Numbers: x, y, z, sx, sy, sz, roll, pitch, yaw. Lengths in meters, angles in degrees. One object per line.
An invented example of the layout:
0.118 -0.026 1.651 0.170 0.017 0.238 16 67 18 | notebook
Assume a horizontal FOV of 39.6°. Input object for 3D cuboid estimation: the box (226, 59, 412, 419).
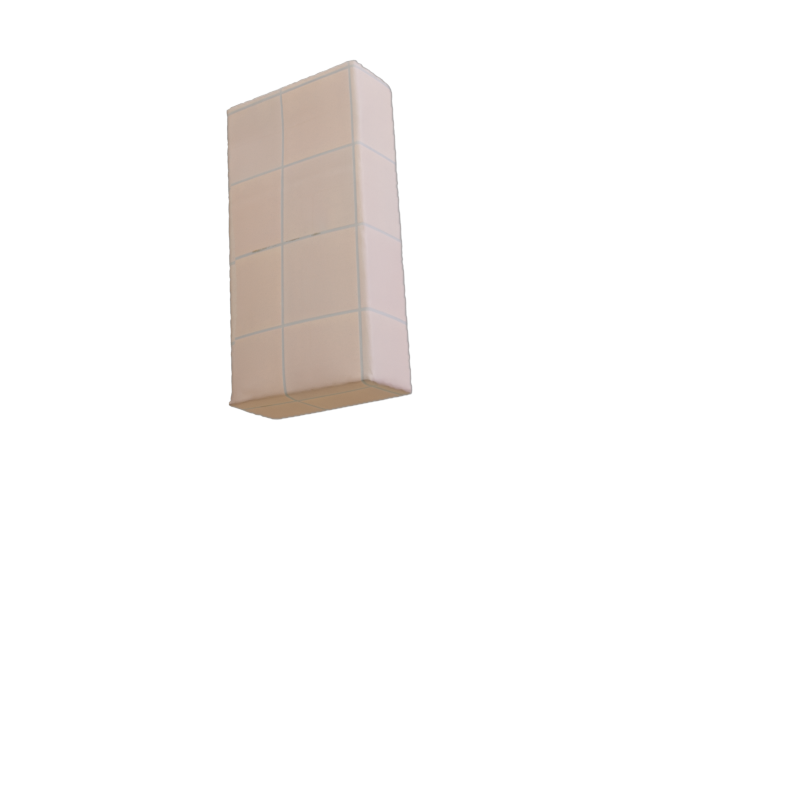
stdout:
-0.046 -0.085 0.595 0.095 0.185 0.045 -14 -24 32 | box
